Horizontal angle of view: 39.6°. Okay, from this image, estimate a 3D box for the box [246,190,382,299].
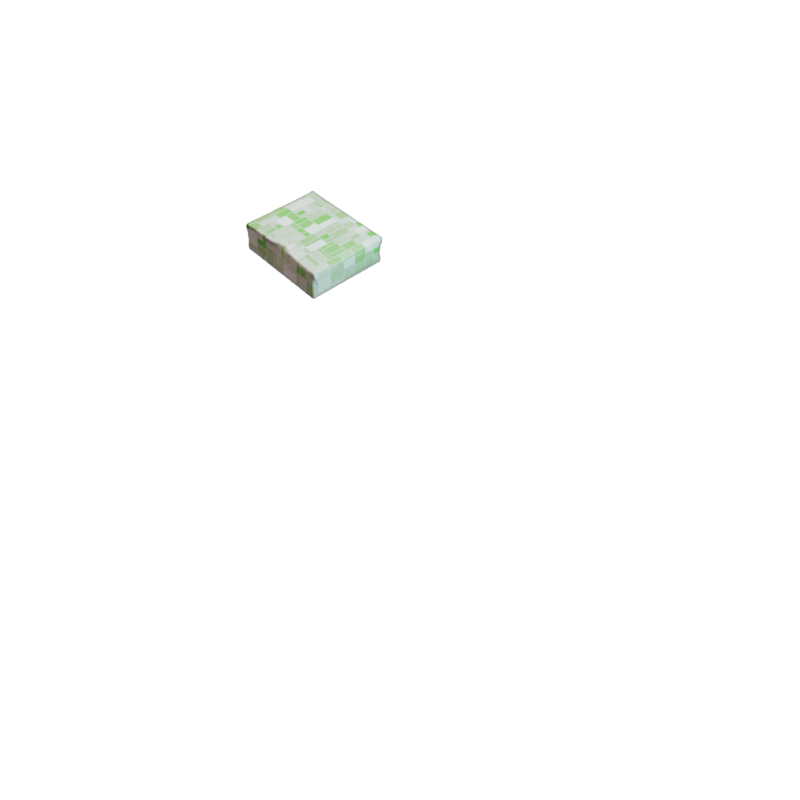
[{"bbox_3d":[-0.071,-0.130,0.911,0.073,0.028,0.096,-31,51,-29],"label":"box"}]
